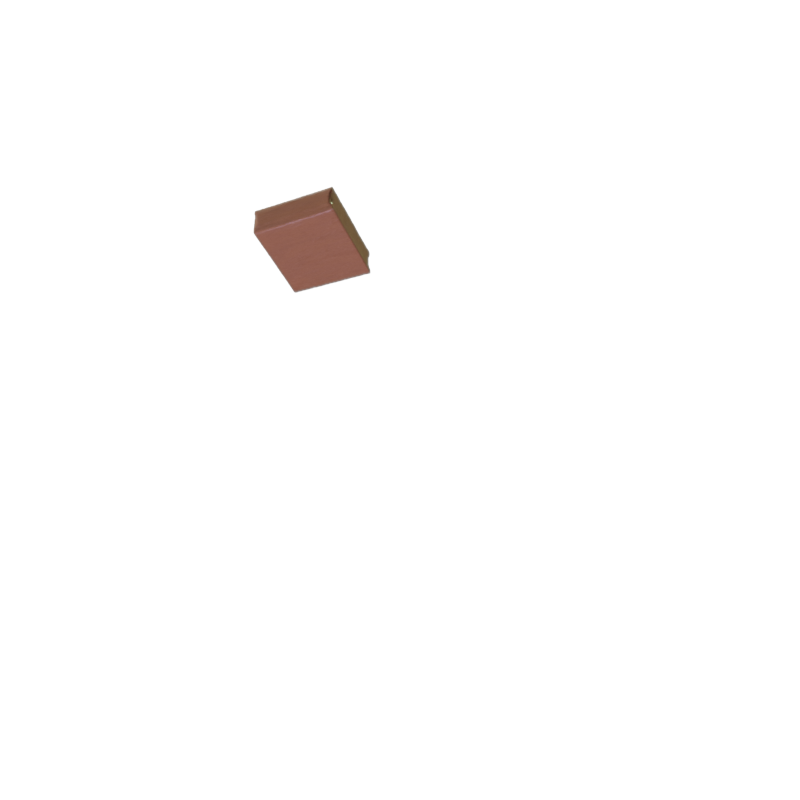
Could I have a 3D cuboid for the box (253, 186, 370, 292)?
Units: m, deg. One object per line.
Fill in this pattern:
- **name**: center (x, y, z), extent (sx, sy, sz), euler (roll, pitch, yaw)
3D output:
- **box**: center (-0.075, -0.136, 0.955), extent (0.074, 0.032, 0.082), euler (-15, -41, 17)
